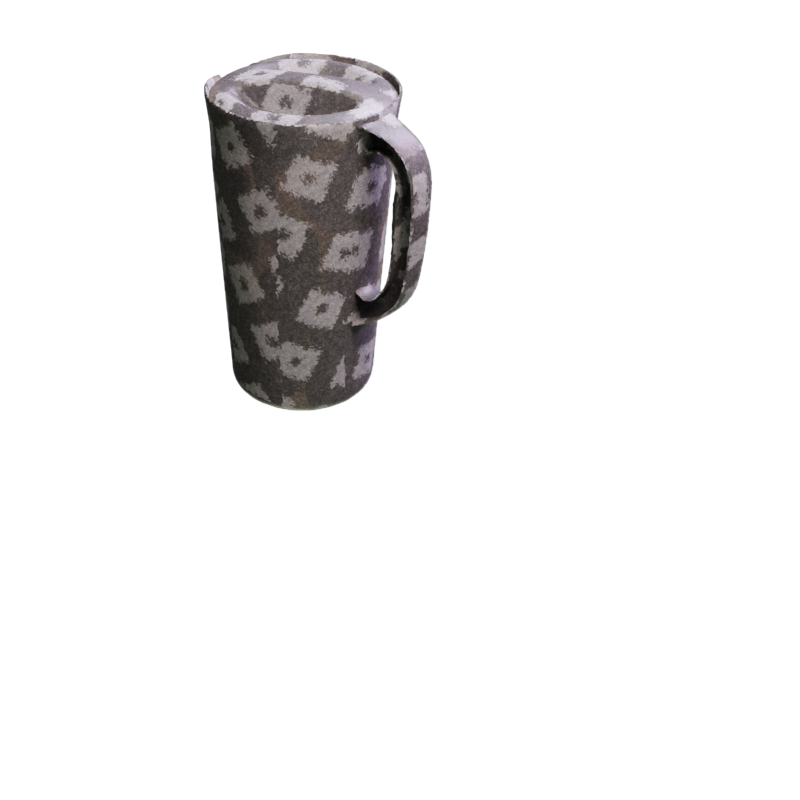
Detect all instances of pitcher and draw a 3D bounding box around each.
[{"bbox_3d":[-0.062,-0.113,0.788,0.144,0.228,0.159,-1,32,-5],"label":"pitcher"}]
